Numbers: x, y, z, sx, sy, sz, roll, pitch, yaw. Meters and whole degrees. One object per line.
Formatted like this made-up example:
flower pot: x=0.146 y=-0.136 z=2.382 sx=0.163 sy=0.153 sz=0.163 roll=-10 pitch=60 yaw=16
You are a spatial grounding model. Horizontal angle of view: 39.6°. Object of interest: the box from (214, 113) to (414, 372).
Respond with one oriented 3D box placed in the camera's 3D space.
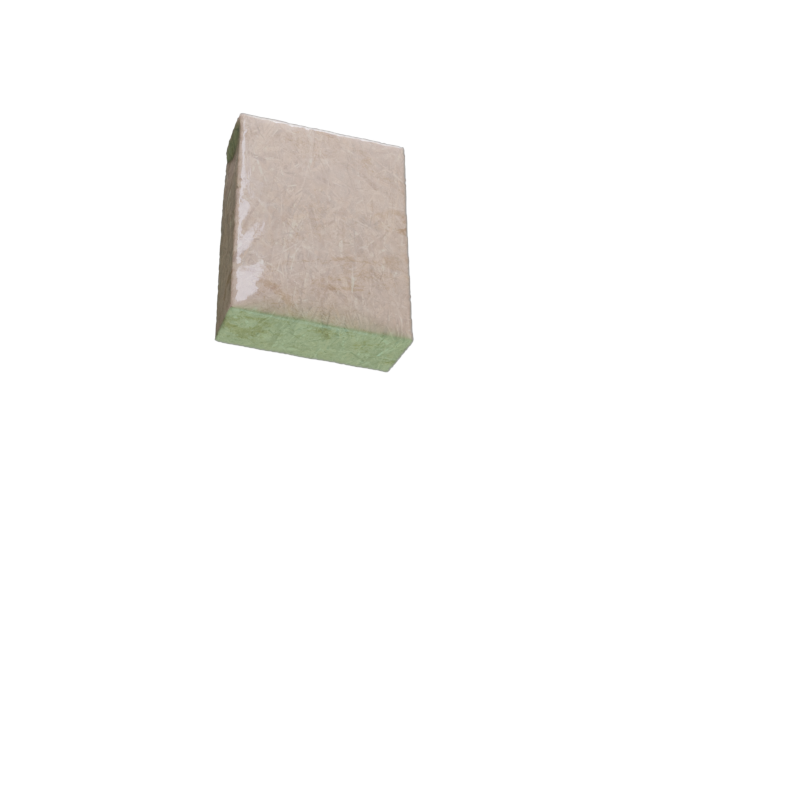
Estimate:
box: x=-0.078 y=-0.143 z=1.000 sx=0.160 sy=0.228 sz=0.069 roll=9 pitch=-34 yaw=-16
